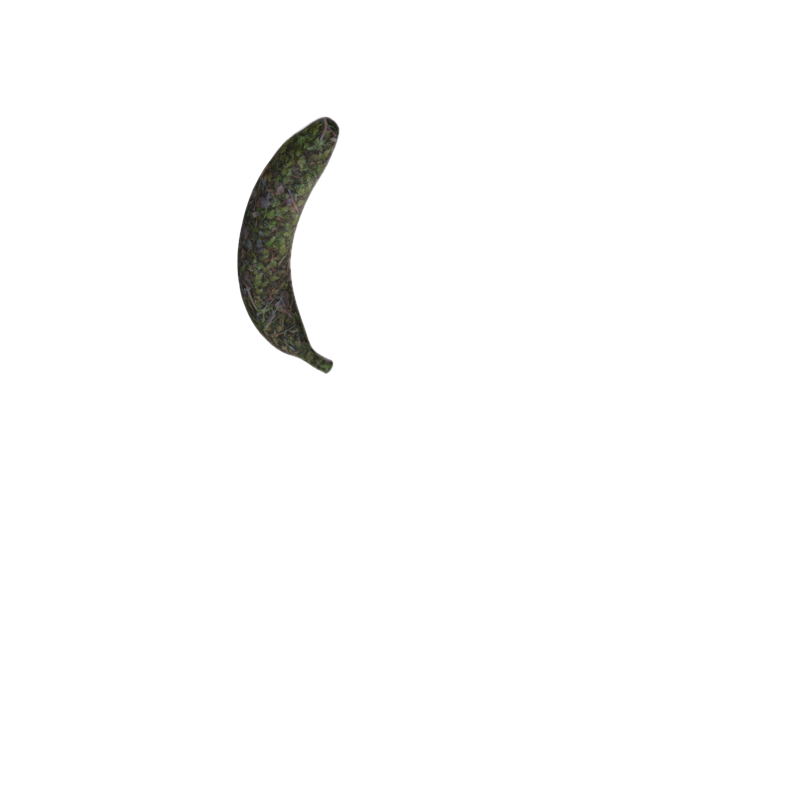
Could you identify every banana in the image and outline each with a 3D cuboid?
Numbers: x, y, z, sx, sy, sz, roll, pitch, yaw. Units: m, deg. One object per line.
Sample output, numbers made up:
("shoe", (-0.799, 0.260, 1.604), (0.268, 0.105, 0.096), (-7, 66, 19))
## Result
("banana", (-0.079, -0.107, 0.771), (0.069, 0.186, 0.039), (2, 32, -2))
